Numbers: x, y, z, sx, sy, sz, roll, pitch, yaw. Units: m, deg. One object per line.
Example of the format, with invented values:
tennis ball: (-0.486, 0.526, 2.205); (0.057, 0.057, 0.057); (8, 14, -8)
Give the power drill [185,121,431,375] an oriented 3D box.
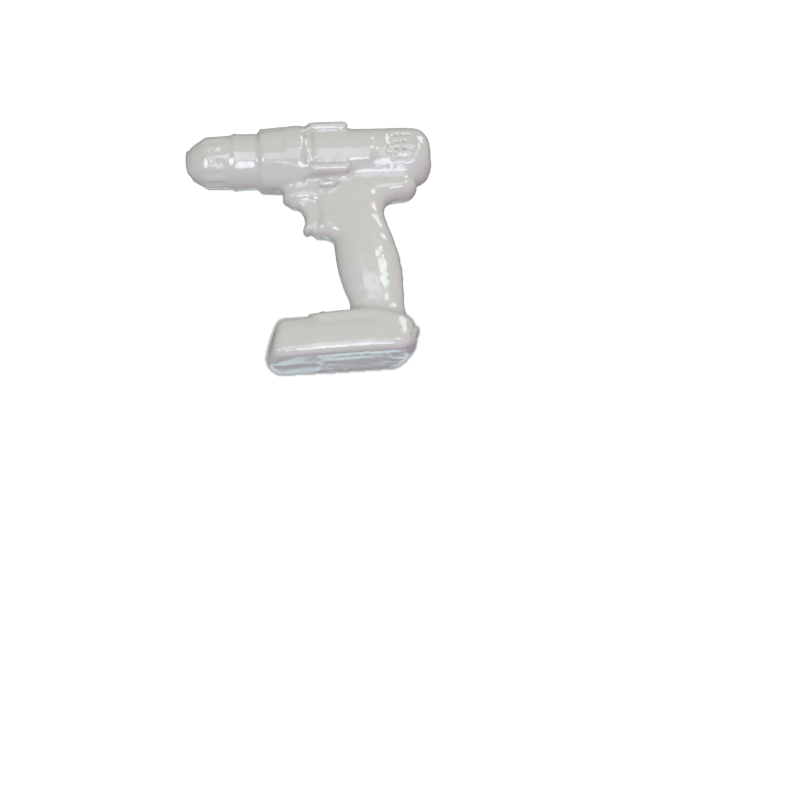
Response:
power drill: (-0.063, -0.115, 0.807); (0.184, 0.197, 0.055); (-4, -21, -2)
